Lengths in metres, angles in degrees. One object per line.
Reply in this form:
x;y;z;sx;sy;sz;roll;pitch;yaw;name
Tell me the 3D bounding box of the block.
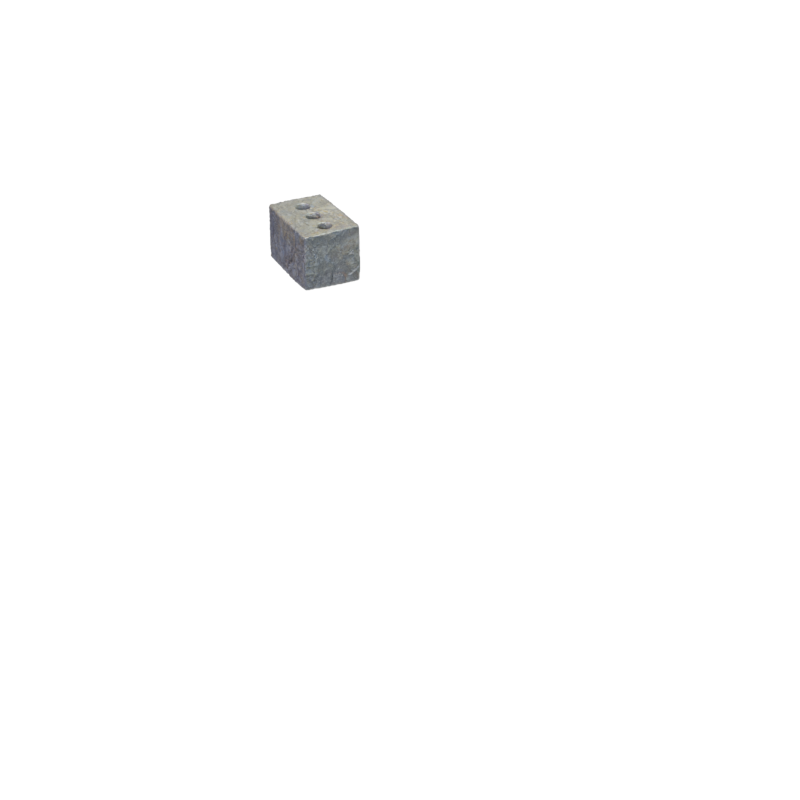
-0.075;-0.137;0.960;0.052;0.048;0.084;-14;34;-25;block
